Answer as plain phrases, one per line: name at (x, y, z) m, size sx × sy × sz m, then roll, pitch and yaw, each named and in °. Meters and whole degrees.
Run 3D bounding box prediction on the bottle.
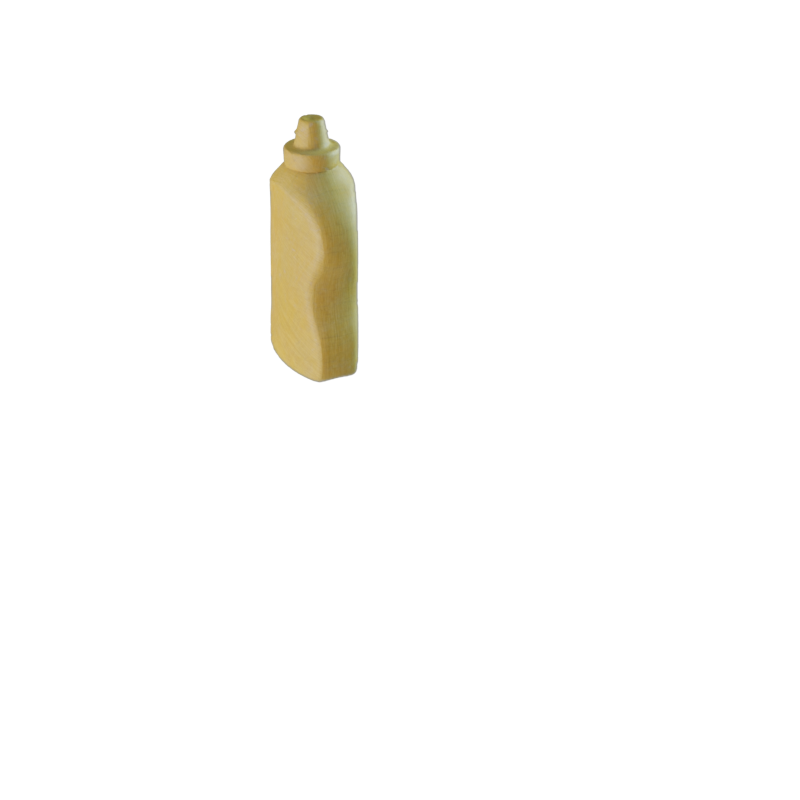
bottle at (-0.064, -0.116, 0.816) m, size 0.057 × 0.181 × 0.103 m, roll -10°, pitch 30°, yaw -22°
